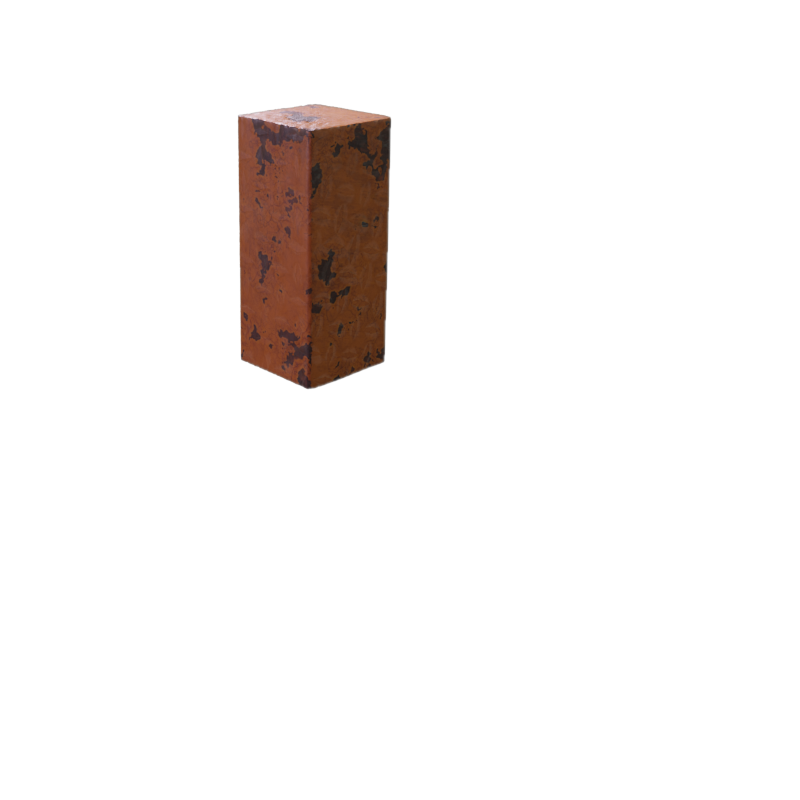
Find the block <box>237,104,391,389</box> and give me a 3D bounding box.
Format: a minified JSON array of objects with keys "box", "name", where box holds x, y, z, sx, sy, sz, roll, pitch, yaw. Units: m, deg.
[{"box":[-0.070,-0.128,0.896,0.096,0.198,0.088,18,24,42],"name":"block"}]
